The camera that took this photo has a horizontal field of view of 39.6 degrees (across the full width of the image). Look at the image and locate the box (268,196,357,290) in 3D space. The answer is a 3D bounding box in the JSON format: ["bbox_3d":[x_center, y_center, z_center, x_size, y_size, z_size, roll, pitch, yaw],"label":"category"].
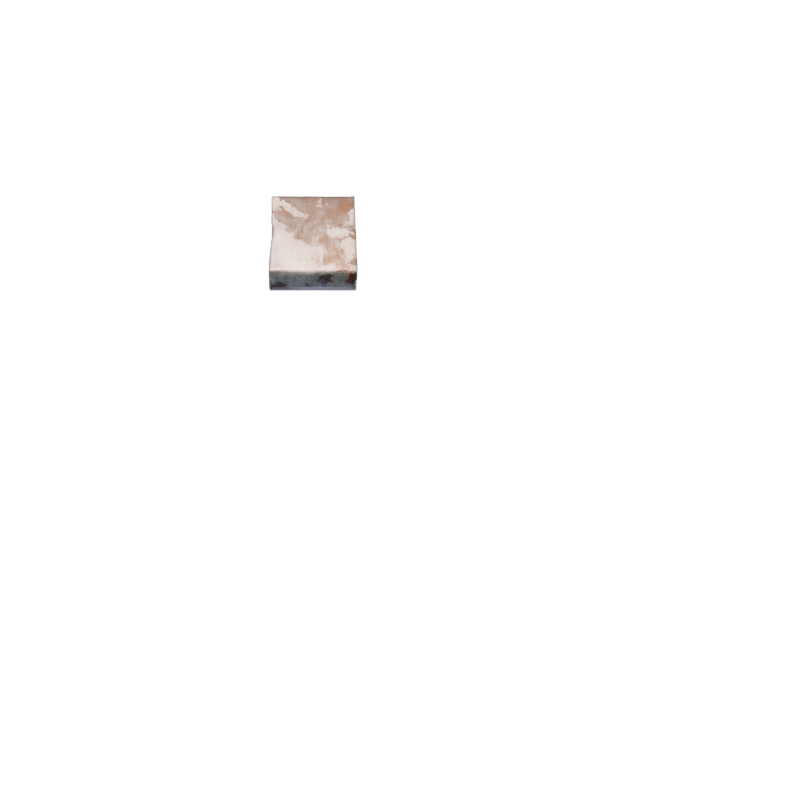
[{"bbox_3d":[-0.074,-0.134,0.941,0.073,0.096,0.028,-1,-39,-1],"label":"box"}]
